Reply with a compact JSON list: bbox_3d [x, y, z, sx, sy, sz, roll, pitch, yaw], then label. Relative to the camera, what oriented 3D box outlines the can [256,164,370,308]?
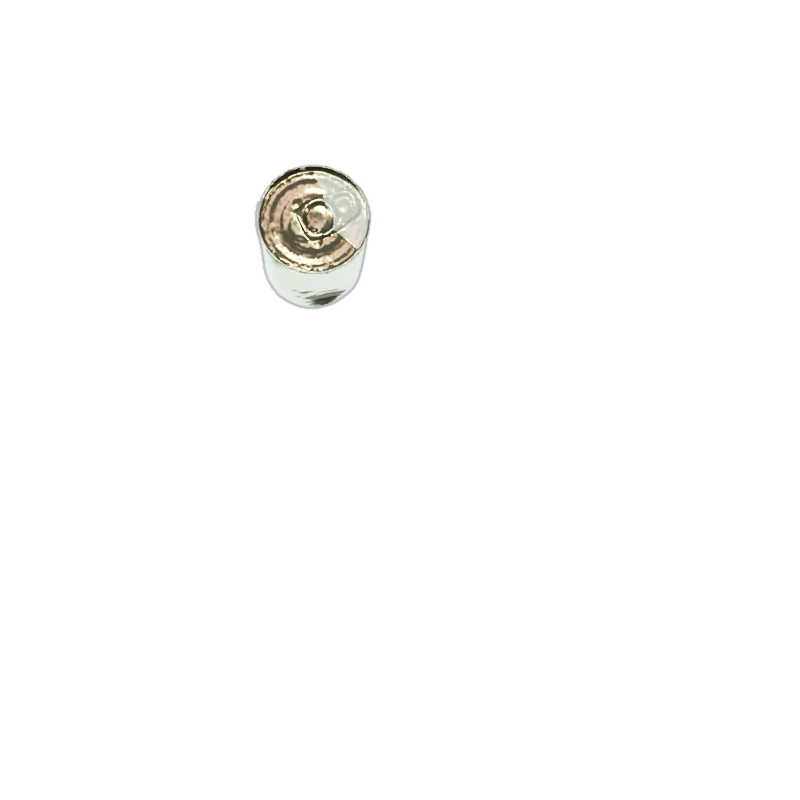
[{"bbox_3d":[-0.055,-0.101,0.705,0.068,0.071,0.099,0,-11,-3],"label":"can"}]
